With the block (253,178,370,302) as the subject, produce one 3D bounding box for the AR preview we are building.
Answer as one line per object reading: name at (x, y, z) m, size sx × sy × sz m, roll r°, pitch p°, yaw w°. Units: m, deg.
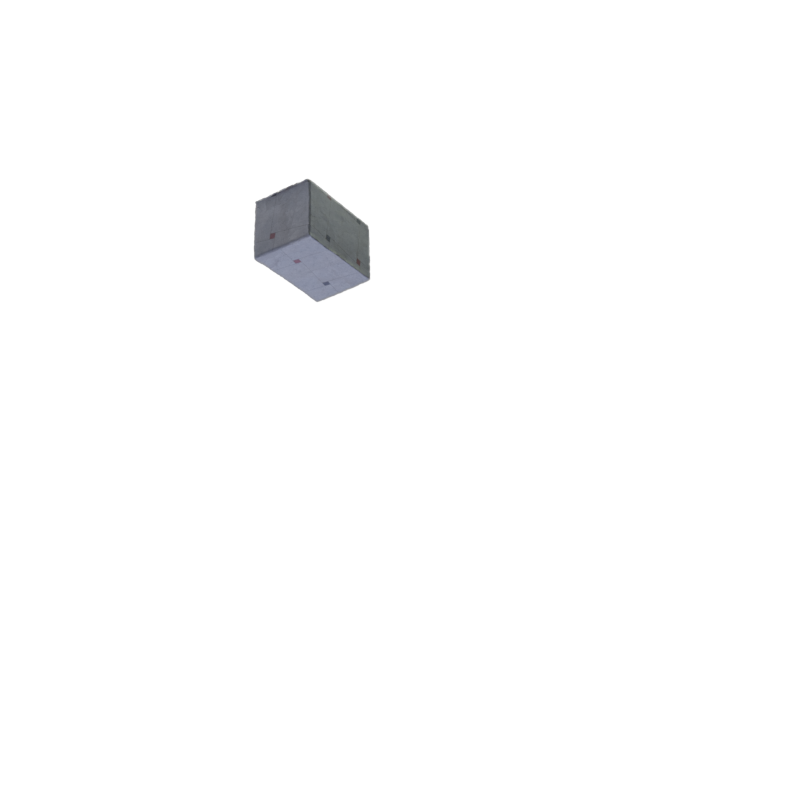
block at (-0.064, -0.117, 0.822) m, size 0.053 × 0.055 × 0.072 m, roll -20°, pitch -35°, yaw 29°
